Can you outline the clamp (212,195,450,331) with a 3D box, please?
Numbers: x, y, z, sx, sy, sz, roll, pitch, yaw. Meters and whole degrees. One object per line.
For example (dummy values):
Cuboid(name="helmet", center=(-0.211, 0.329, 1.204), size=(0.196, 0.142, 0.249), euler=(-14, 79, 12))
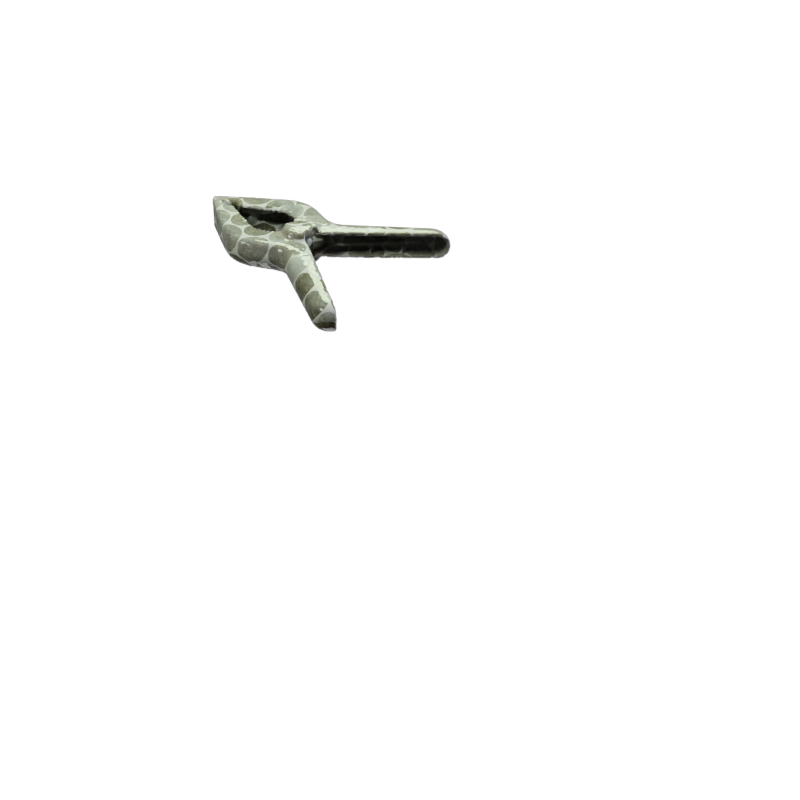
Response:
Cuboid(name="clamp", center=(-0.074, -0.135, 0.949), size=(0.164, 0.034, 0.224), euler=(-29, 44, -35))
